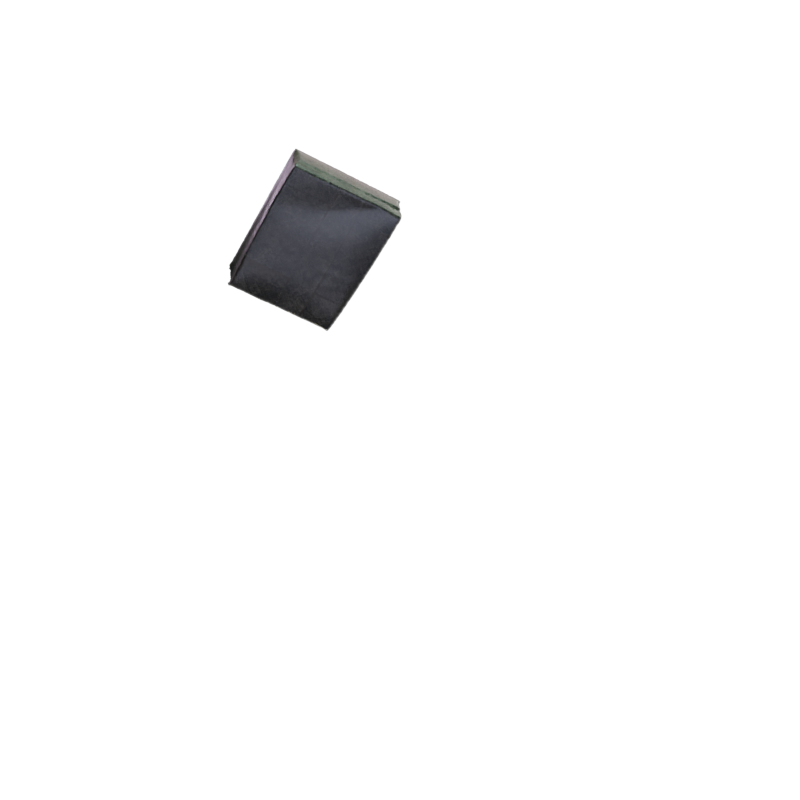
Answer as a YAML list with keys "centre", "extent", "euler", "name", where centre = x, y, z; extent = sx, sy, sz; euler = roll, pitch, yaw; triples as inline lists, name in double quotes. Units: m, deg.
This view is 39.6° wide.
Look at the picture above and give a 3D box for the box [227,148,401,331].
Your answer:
- centre: [-0.065, -0.118, 0.827]
  extent: [0.087, 0.110, 0.041]
  euler: [27, 22, -13]
  name: "box"
